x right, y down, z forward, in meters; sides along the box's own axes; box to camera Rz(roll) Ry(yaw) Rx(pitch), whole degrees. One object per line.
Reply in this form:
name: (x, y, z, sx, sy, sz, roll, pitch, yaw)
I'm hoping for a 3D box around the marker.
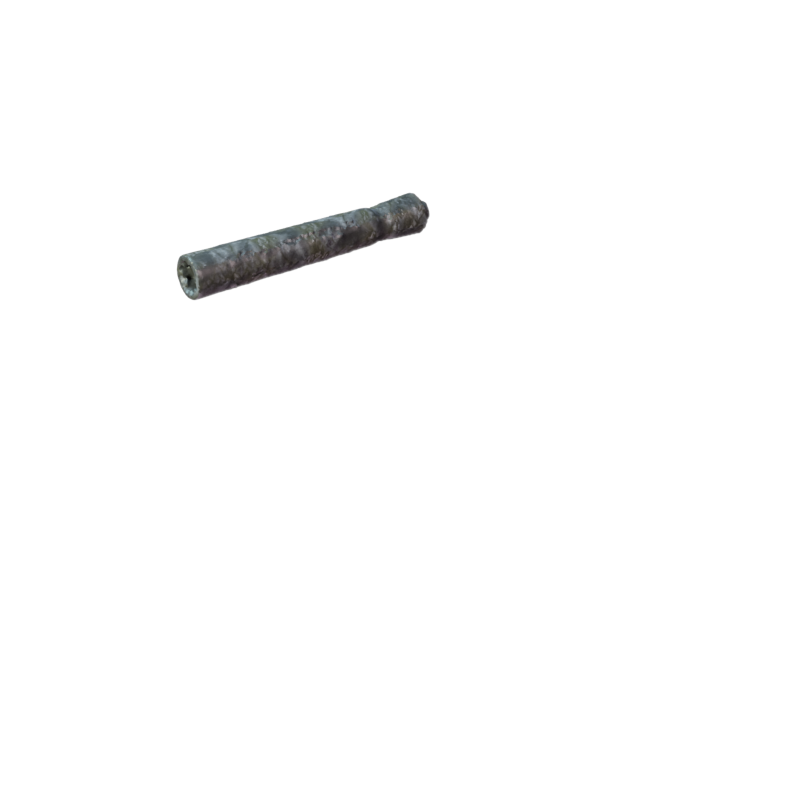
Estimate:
marker: (-0.037, -0.067, 0.468, 0.119, 0.019, 0.021, -21, 15, -31)
